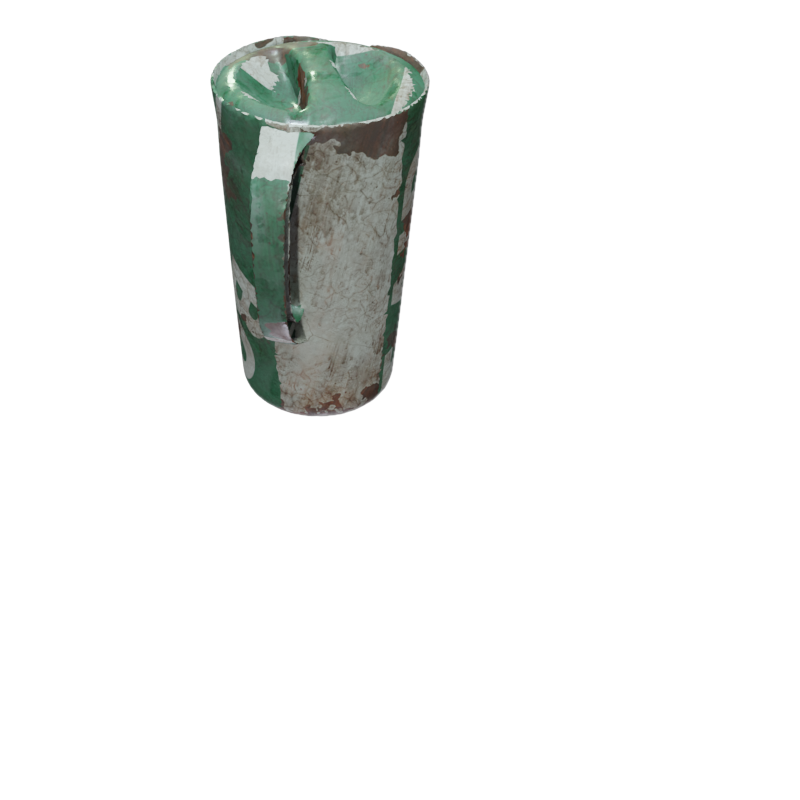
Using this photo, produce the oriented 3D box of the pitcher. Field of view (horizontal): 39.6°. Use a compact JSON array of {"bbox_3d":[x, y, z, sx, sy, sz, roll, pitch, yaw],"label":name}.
[{"bbox_3d":[-0.057,-0.104,0.730,0.147,0.227,0.156,-19,41,-26],"label":"pitcher"}]
